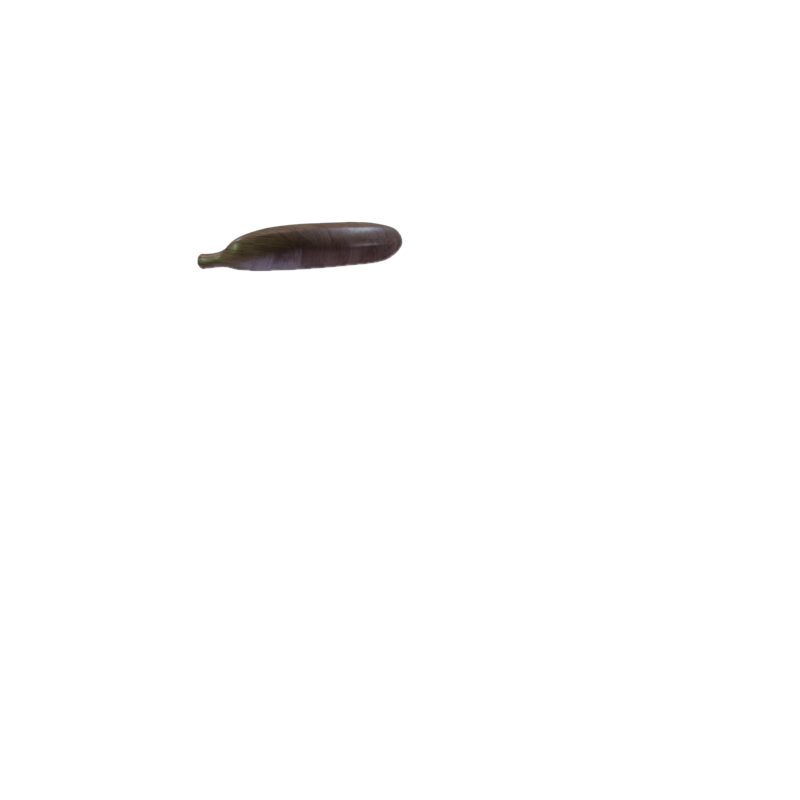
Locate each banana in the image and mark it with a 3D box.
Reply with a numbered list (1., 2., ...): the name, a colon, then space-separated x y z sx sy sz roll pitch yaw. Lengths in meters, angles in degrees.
1. banana: -0.065 -0.129 0.914 0.192 0.036 0.073 -8 14 -33
